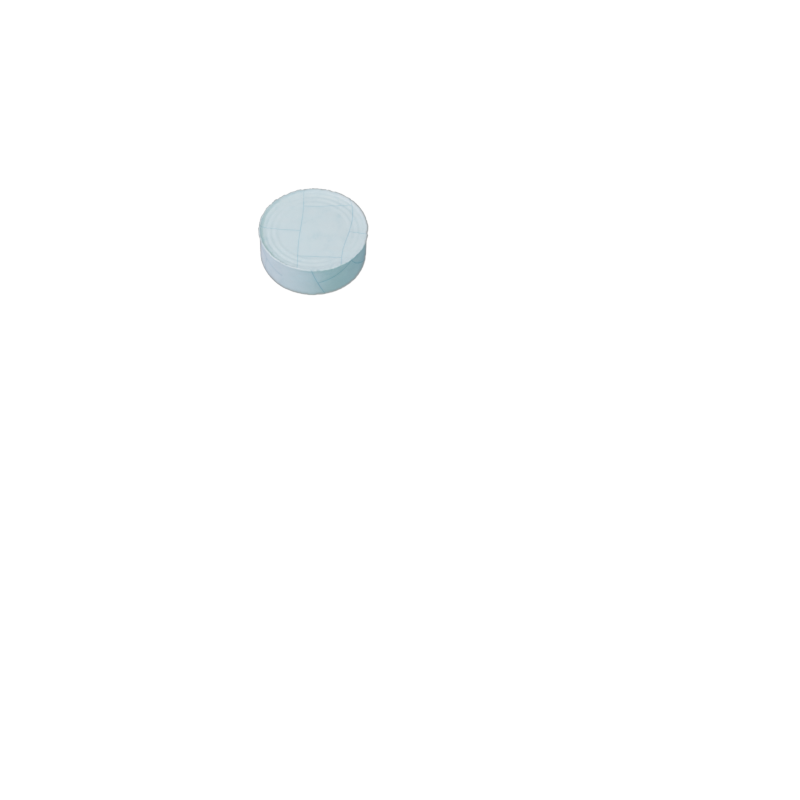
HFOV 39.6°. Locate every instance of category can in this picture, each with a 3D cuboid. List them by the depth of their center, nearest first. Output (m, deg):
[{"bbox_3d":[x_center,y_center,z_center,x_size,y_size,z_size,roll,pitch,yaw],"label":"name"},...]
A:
[{"bbox_3d":[-0.068,-0.125,0.874,0.086,0.092,0.031,-1,-37,-1],"label":"can"}]
